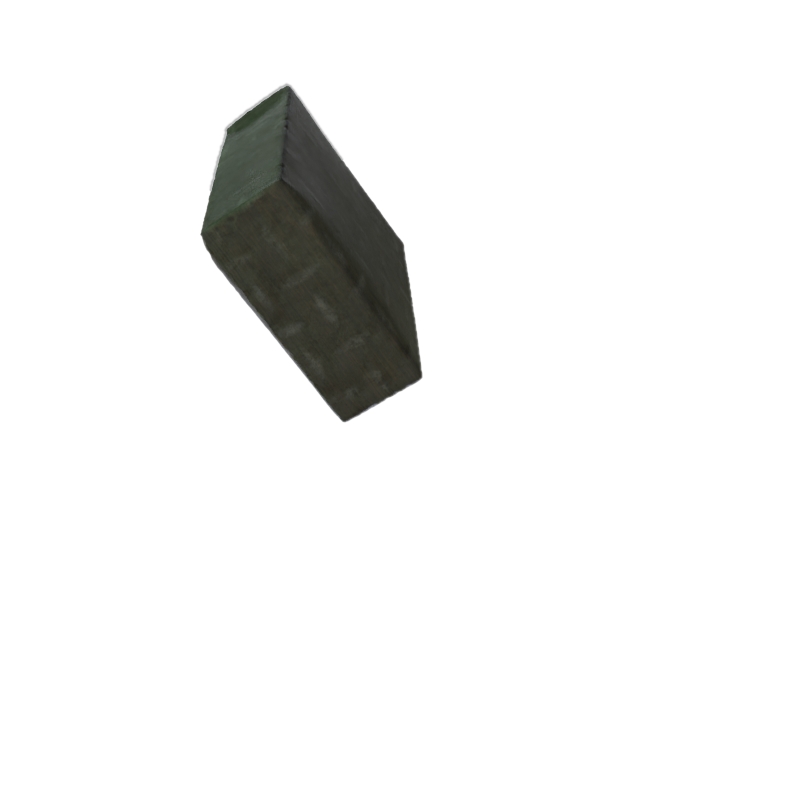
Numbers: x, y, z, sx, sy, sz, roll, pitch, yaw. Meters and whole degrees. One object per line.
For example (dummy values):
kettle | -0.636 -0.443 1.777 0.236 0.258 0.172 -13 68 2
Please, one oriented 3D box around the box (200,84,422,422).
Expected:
box | -0.061 -0.111 0.779 0.072 0.155 0.226 -32 25 13
